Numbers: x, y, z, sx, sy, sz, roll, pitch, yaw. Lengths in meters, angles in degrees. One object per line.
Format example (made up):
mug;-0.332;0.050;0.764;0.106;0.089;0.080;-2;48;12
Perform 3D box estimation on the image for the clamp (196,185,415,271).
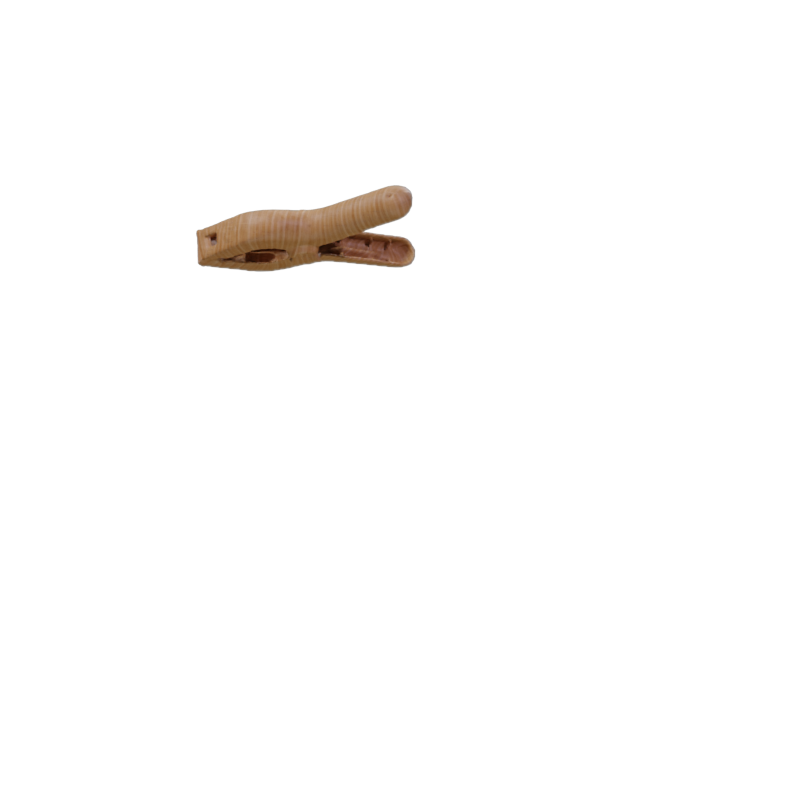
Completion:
clamp;-0.066;-0.121;0.848;0.174;0.041;0.112;-5;-22;12
